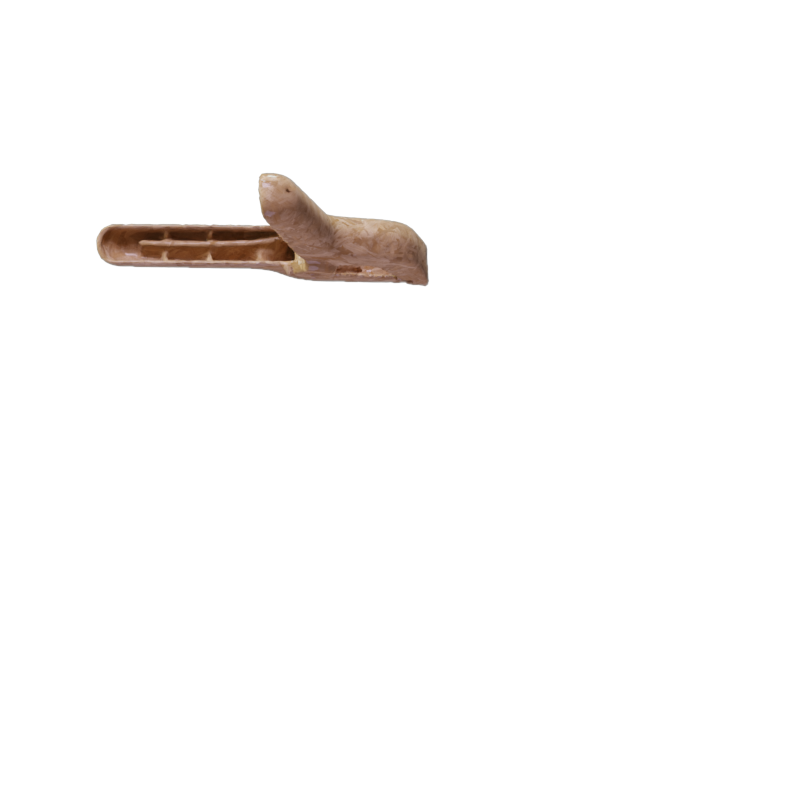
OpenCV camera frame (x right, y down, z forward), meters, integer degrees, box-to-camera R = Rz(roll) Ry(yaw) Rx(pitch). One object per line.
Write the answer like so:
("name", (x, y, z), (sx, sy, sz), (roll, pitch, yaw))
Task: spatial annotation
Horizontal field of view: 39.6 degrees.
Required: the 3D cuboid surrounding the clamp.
("clamp", (-0.051, -0.094, 0.657), (0.201, 0.037, 0.168), (3, -5, -37))
